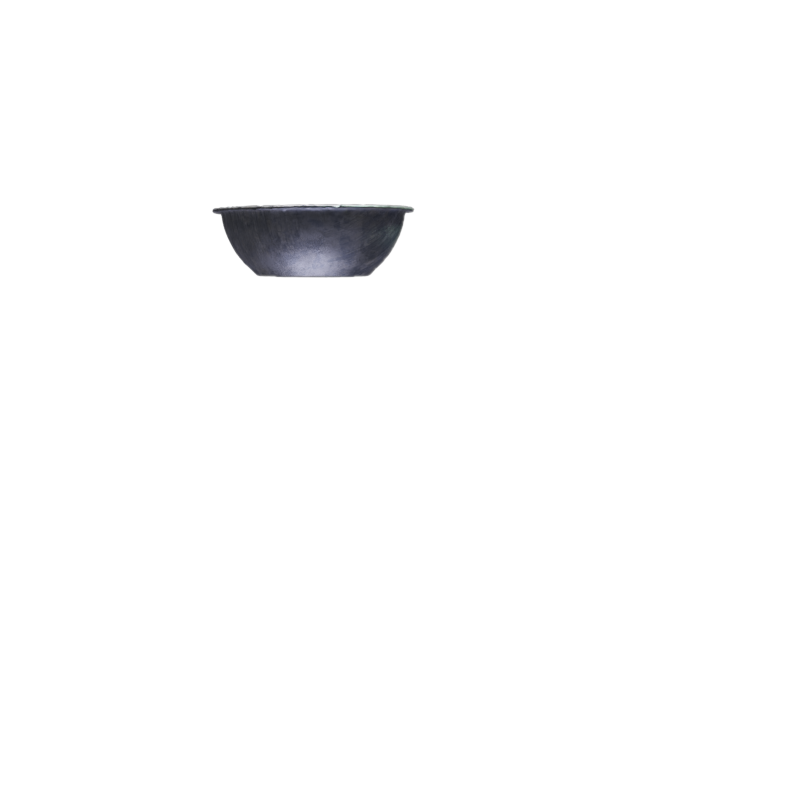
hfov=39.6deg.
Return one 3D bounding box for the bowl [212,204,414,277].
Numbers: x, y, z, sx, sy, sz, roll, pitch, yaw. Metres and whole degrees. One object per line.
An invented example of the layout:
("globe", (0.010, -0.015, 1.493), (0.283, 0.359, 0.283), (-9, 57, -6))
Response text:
("bowl", (-0.069, -0.127, 0.888), (0.162, 0.055, 0.164), (0, 7, -2))
